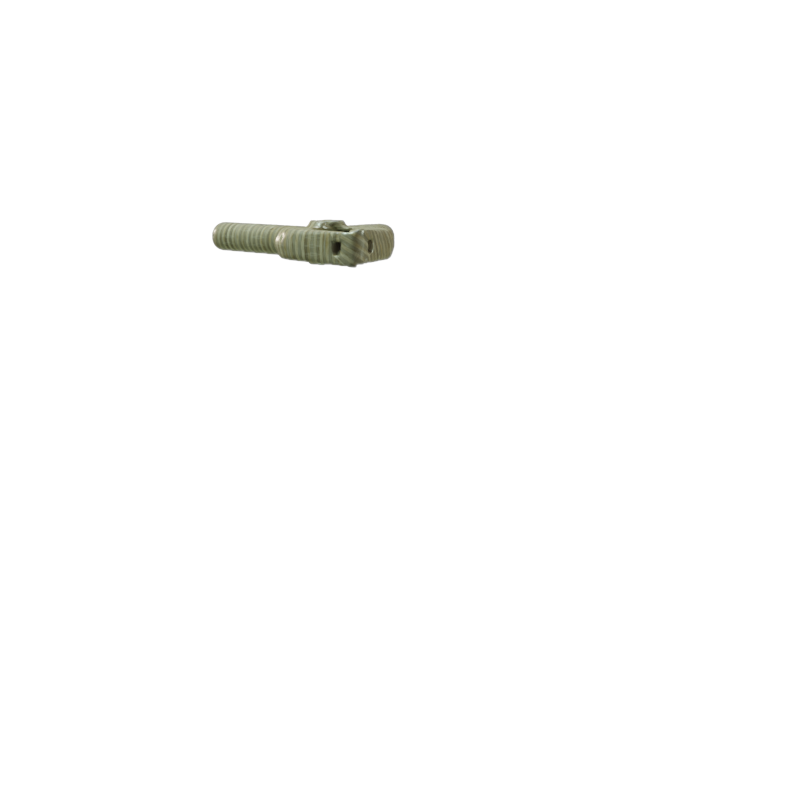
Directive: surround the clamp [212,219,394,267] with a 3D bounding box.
[{"bbox_3d":[-0.071,-0.130,0.910,0.163,0.036,0.215,-1,11,-8],"label":"clamp"}]
